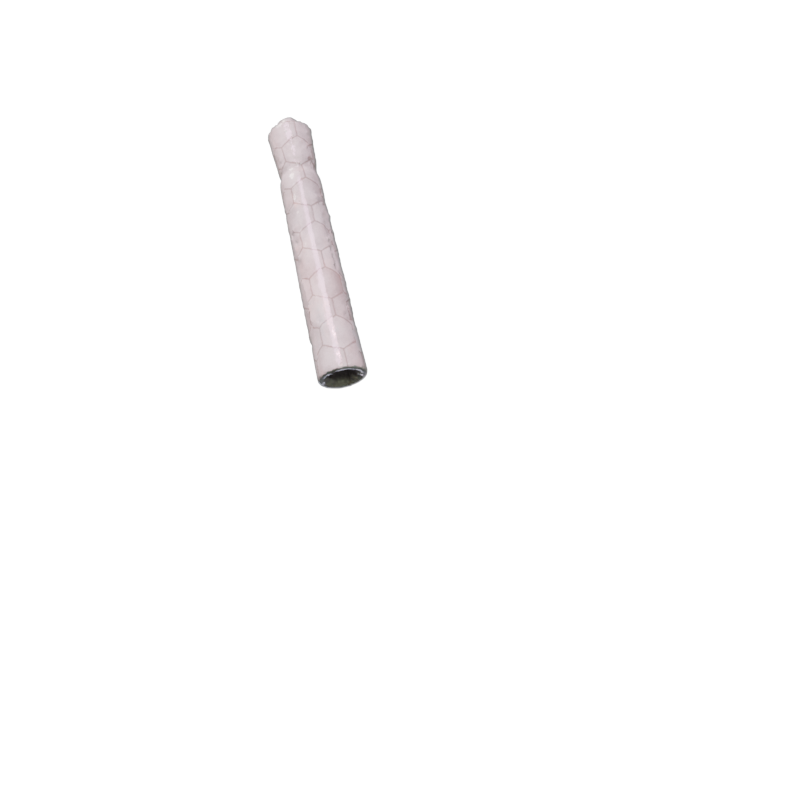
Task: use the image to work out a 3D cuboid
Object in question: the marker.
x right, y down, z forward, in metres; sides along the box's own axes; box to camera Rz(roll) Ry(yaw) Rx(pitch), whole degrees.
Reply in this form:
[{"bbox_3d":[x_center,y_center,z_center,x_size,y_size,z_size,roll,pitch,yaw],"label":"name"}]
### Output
[{"bbox_3d":[-0.035,-0.063,0.440,0.020,0.129,0.019,-10,-29,-7],"label":"marker"}]
